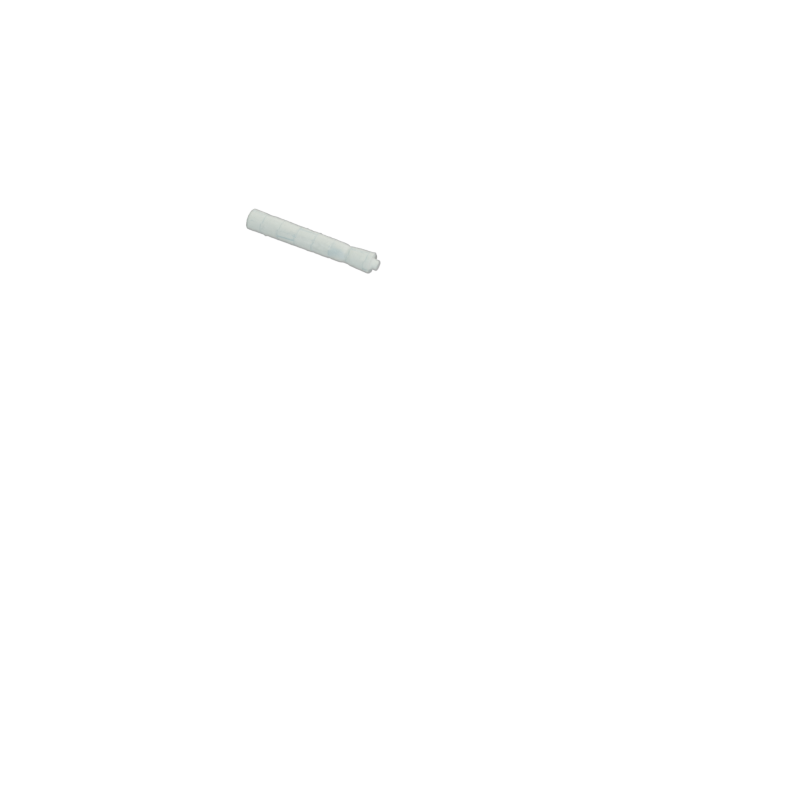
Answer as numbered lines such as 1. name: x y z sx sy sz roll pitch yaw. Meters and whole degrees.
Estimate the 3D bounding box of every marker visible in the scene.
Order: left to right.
1. marker: -0.073 -0.134 0.937 0.125 0.019 0.019 22 10 17
